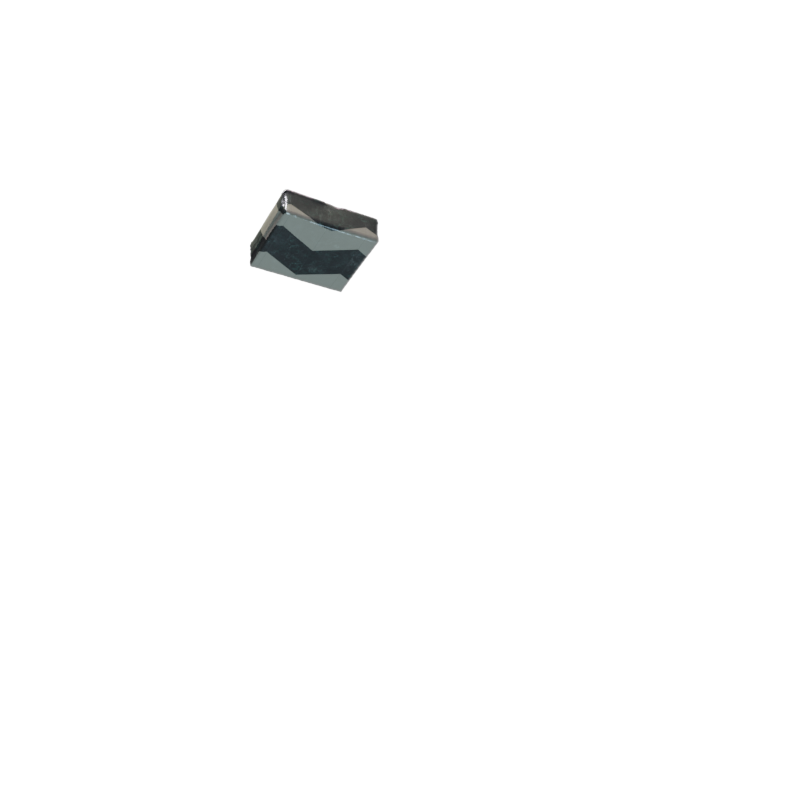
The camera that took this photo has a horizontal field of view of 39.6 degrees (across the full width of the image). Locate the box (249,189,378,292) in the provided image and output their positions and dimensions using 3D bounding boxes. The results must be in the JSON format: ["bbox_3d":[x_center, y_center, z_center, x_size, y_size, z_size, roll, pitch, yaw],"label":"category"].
[{"bbox_3d":[-0.074,-0.134,0.937,0.086,0.032,0.071,17,-42,-20],"label":"box"}]
